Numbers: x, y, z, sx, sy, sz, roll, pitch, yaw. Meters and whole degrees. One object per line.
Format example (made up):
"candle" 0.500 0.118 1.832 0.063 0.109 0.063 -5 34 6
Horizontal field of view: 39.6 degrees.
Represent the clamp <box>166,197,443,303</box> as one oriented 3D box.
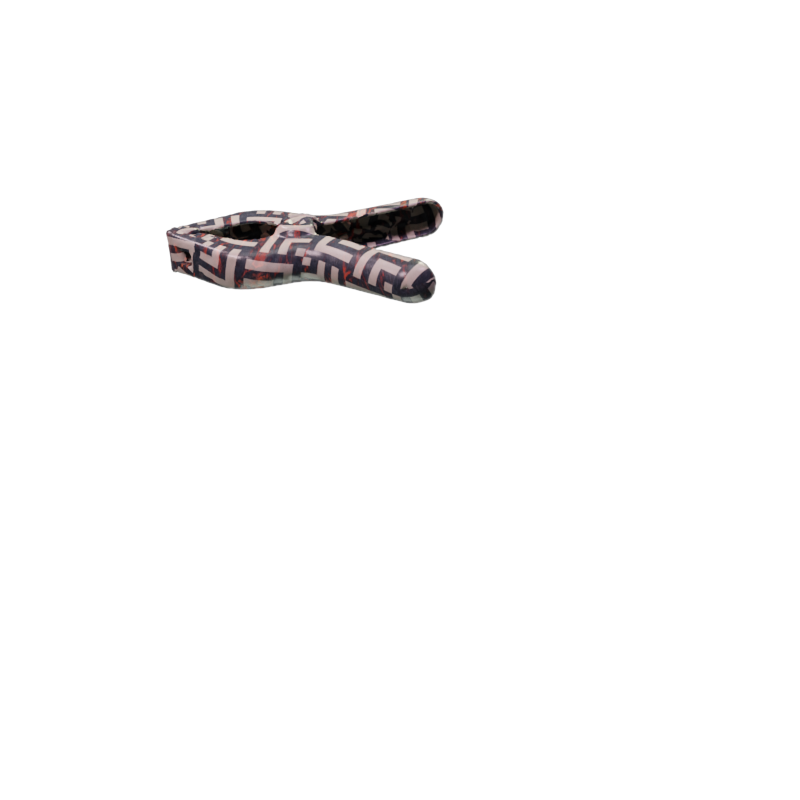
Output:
"clamp" -0.053 -0.097 0.676 0.175 0.037 0.123 7 24 14
